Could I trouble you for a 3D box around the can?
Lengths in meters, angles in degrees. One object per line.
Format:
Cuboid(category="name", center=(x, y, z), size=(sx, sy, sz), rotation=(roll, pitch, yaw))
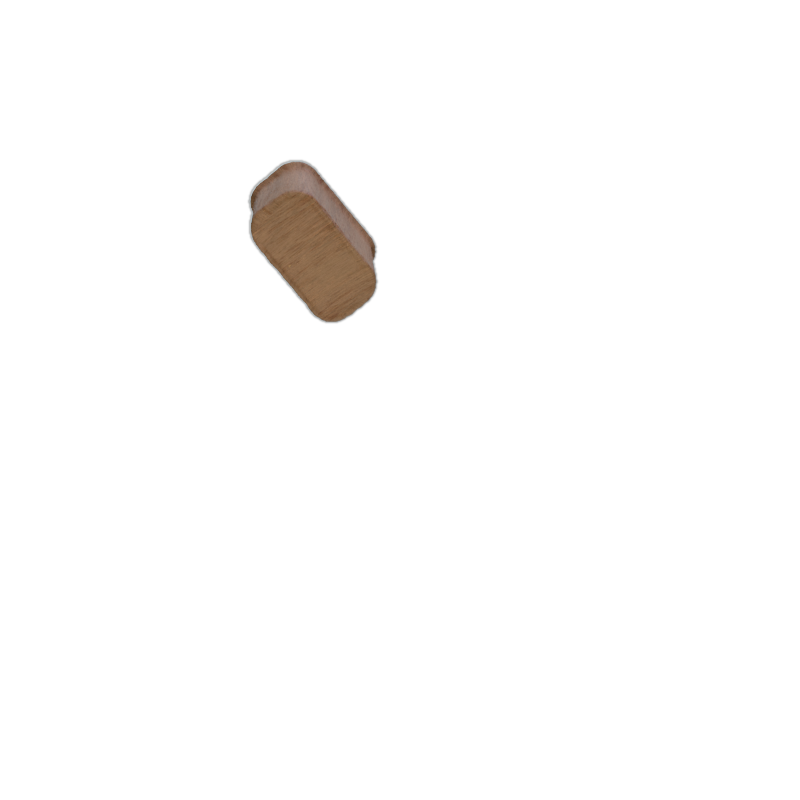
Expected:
Cuboid(category="can", center=(-0.061, -0.112, 0.781), size=(0.057, 0.098, 0.087), rotation=(-37, 16, 11))
